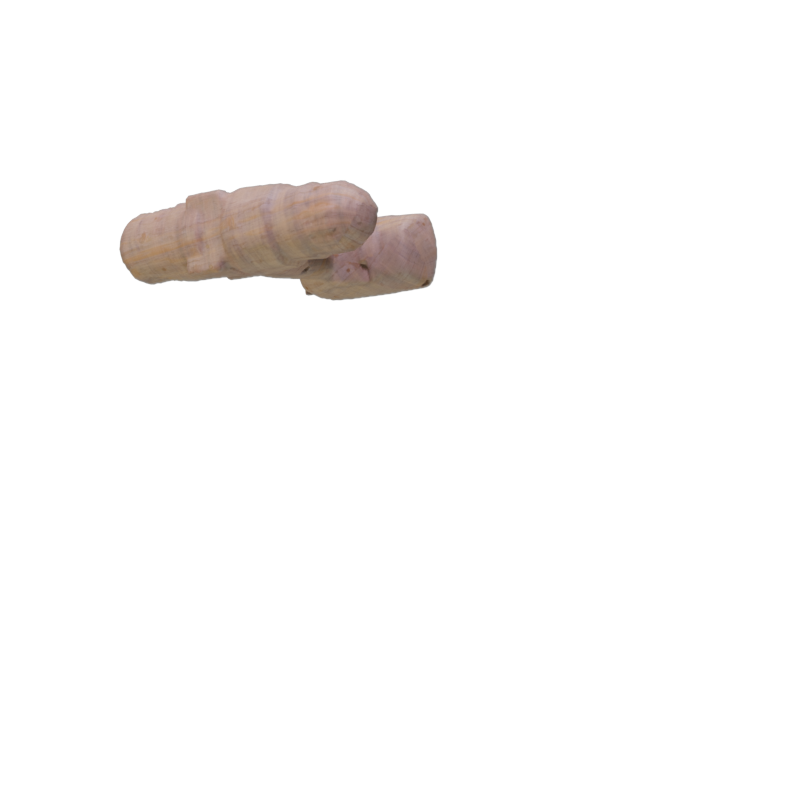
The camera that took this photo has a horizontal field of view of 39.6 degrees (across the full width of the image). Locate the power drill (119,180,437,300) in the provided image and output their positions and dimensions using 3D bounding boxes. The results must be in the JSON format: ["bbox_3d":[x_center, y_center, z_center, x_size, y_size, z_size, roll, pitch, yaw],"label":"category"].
[{"bbox_3d":[-0.055,-0.101,0.709,0.190,0.058,0.179,-1,-1,36],"label":"power drill"}]
